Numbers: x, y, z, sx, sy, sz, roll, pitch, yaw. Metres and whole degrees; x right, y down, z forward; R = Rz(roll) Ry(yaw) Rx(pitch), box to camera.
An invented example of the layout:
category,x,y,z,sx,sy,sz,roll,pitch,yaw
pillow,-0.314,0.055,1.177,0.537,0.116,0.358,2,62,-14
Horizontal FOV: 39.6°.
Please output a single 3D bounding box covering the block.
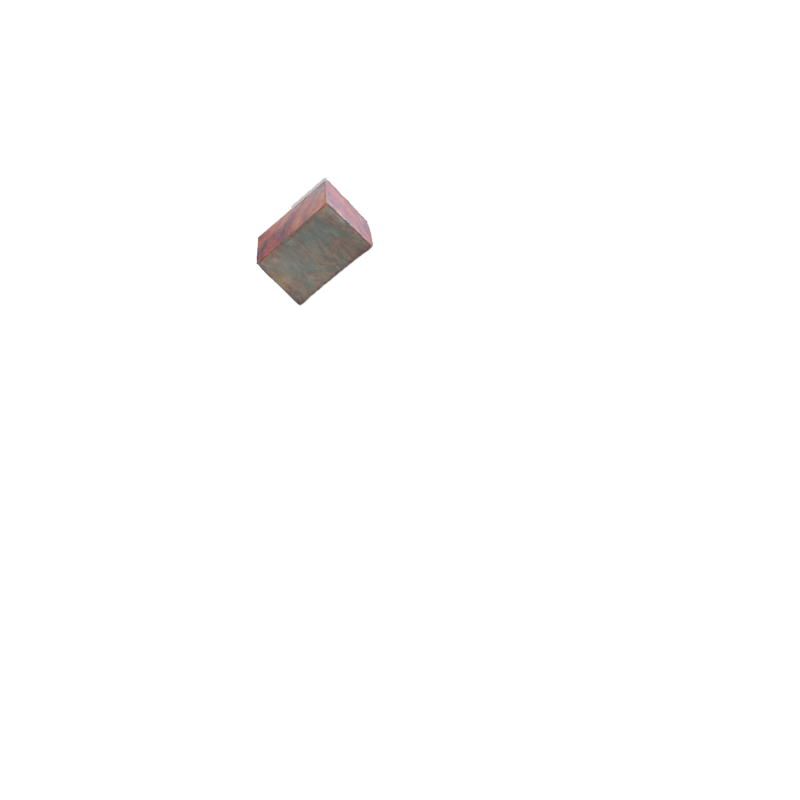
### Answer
category,x,y,z,sx,sy,sz,roll,pitch,yaw
block,-0.068,-0.124,0.871,0.077,0.050,0.054,-37,24,17
